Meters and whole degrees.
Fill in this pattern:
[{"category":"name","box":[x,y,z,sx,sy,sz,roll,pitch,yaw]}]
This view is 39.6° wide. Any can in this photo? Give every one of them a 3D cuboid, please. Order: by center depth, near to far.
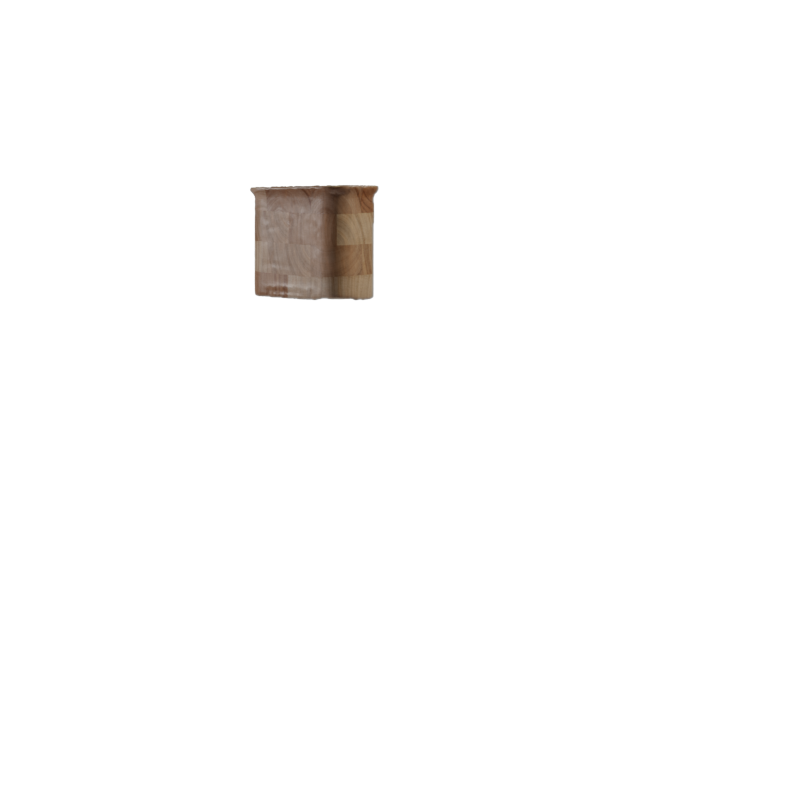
[{"category":"can","box":[-0.066,-0.120,0.838,0.106,0.083,0.055,6,7,42]}]
